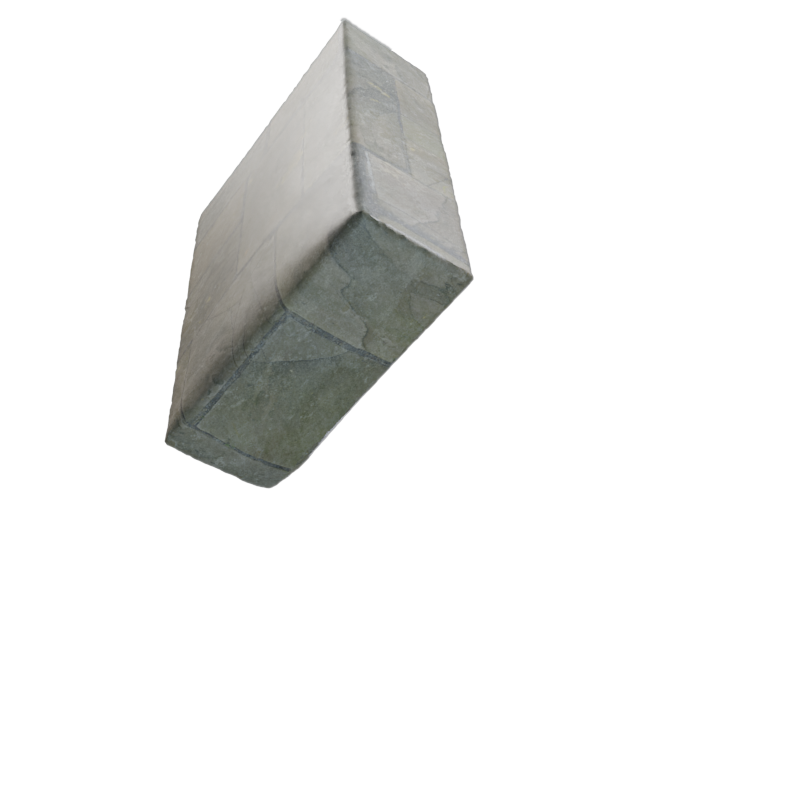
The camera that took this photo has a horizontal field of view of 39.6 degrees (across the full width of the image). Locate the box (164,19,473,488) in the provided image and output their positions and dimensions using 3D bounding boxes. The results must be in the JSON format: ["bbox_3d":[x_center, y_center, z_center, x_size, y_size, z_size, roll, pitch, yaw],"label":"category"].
[{"bbox_3d":[-0.047,-0.085,0.595,0.068,0.160,0.229,30,30,-24],"label":"box"}]
